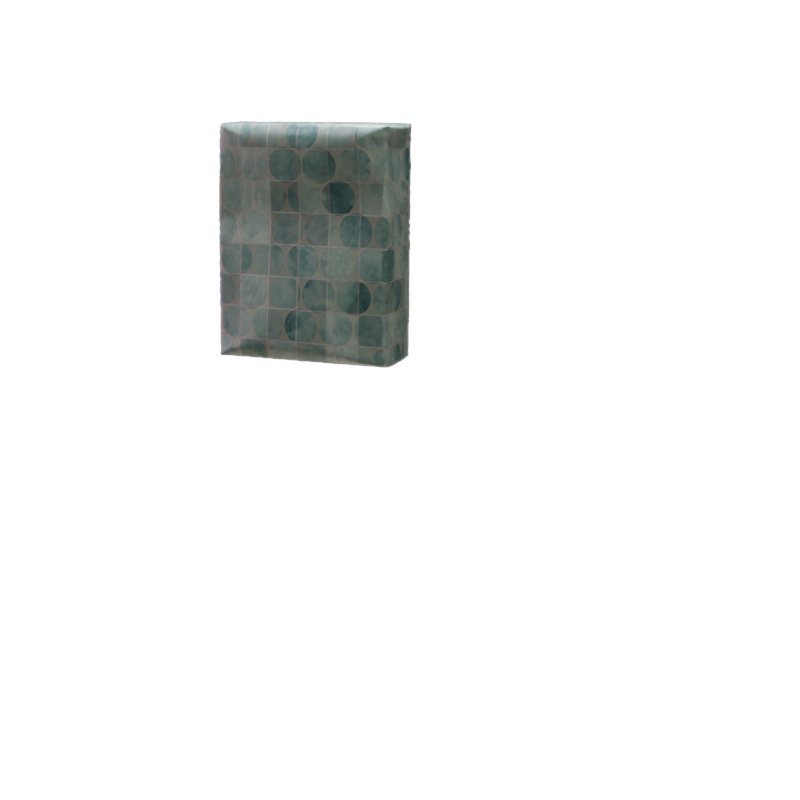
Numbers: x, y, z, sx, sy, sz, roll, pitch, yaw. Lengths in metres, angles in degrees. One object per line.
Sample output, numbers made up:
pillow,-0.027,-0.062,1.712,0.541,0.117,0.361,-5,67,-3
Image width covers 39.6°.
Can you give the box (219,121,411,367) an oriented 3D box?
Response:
box,-0.078,-0.142,0.997,0.169,0.210,0.071,4,9,22
